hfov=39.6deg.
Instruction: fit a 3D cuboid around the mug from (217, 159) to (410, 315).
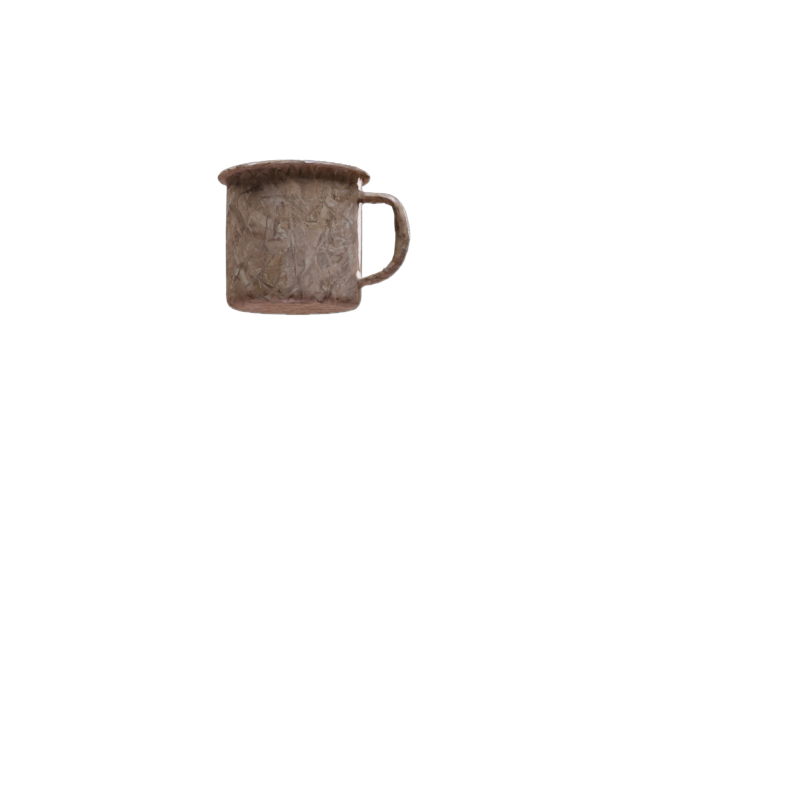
[{"bbox_3d":[-0.052,-0.095,0.664,0.119,0.083,0.090,-1,-5,11],"label":"mug"}]
